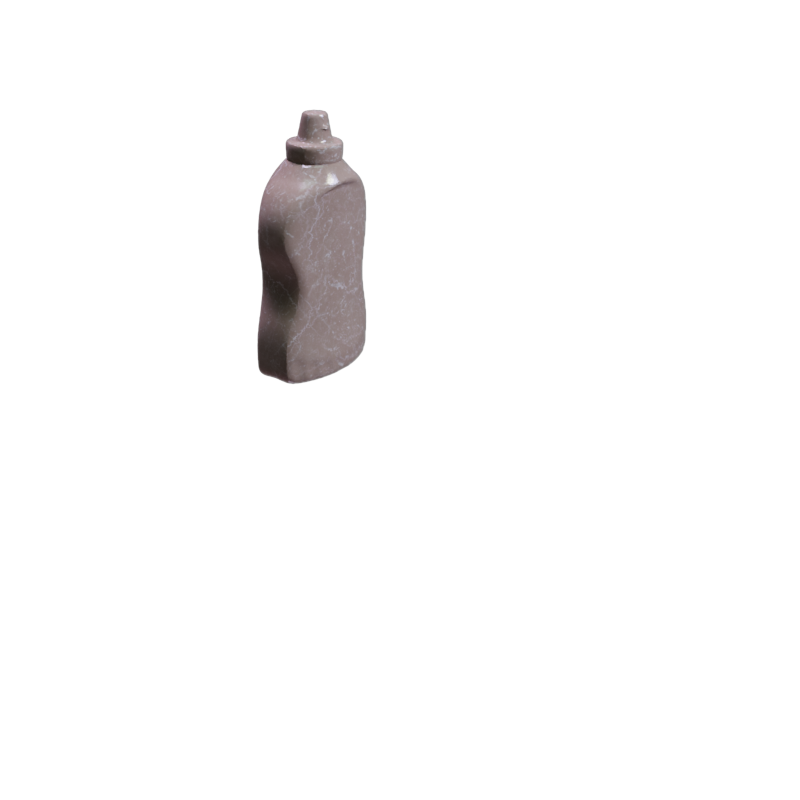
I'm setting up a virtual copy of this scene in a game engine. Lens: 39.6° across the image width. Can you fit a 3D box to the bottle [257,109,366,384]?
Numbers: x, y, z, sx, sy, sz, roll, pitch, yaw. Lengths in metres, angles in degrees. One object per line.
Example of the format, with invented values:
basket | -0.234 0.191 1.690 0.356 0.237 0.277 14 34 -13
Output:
bottle | -0.063 -0.115 0.806 0.062 0.184 0.095 15 24 35
